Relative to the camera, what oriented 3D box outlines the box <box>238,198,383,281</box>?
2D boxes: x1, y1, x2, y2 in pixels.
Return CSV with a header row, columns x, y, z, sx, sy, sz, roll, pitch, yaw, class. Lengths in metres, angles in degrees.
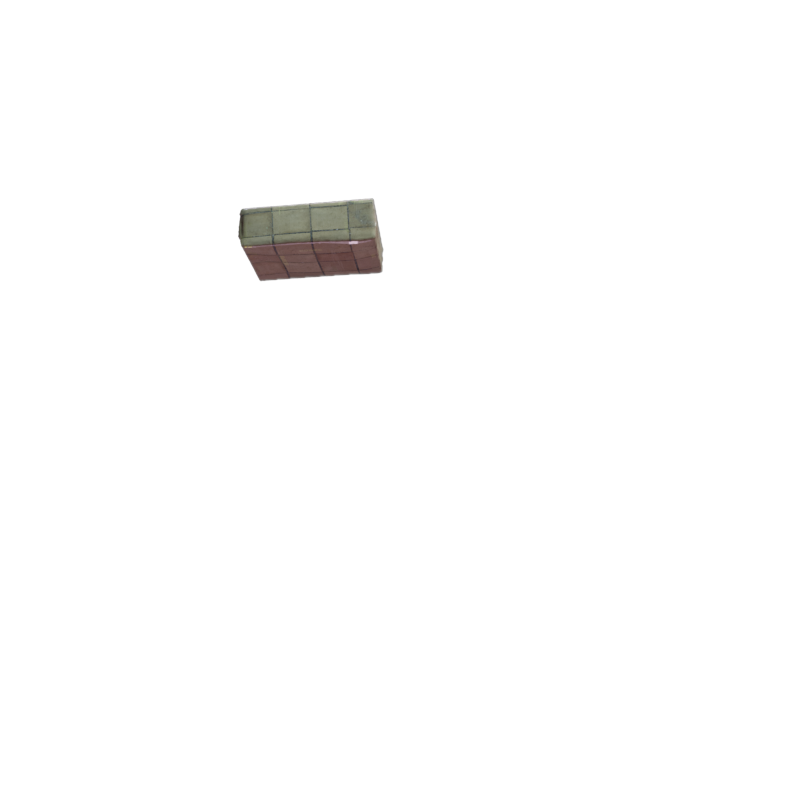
x,y,z,sx,sy,sz,roll,pitch,yaw,class
-0.073,-0.134,0.936,0.114,0.040,0.086,-1,-14,5,box
